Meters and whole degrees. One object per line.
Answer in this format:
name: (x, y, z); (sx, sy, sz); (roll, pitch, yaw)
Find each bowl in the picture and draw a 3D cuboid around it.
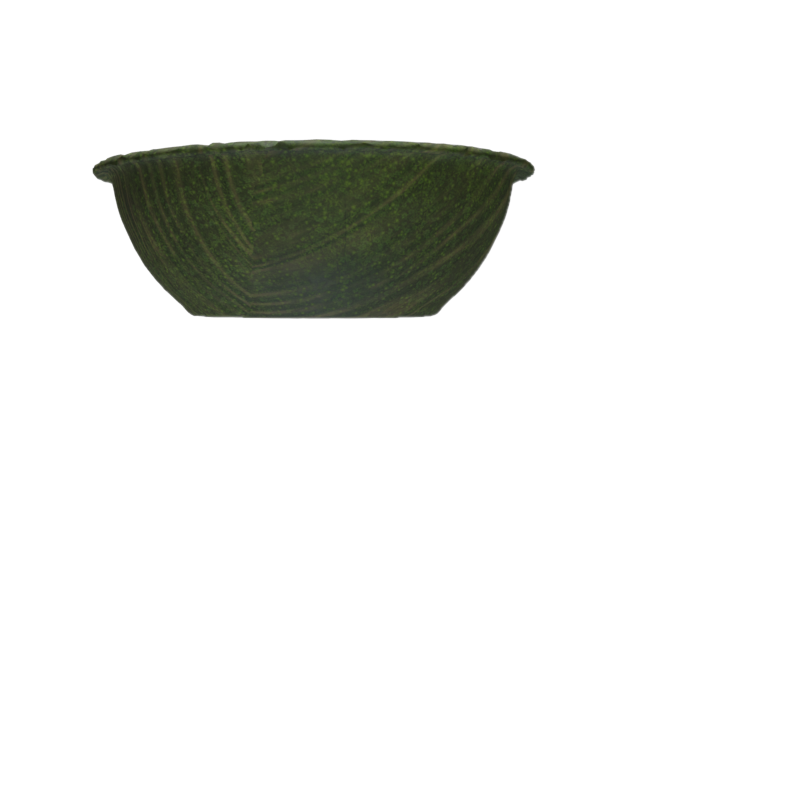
bowl: (-0.032, -0.059, 0.411); (0.162, 0.055, 0.163); (0, 5, -2)
